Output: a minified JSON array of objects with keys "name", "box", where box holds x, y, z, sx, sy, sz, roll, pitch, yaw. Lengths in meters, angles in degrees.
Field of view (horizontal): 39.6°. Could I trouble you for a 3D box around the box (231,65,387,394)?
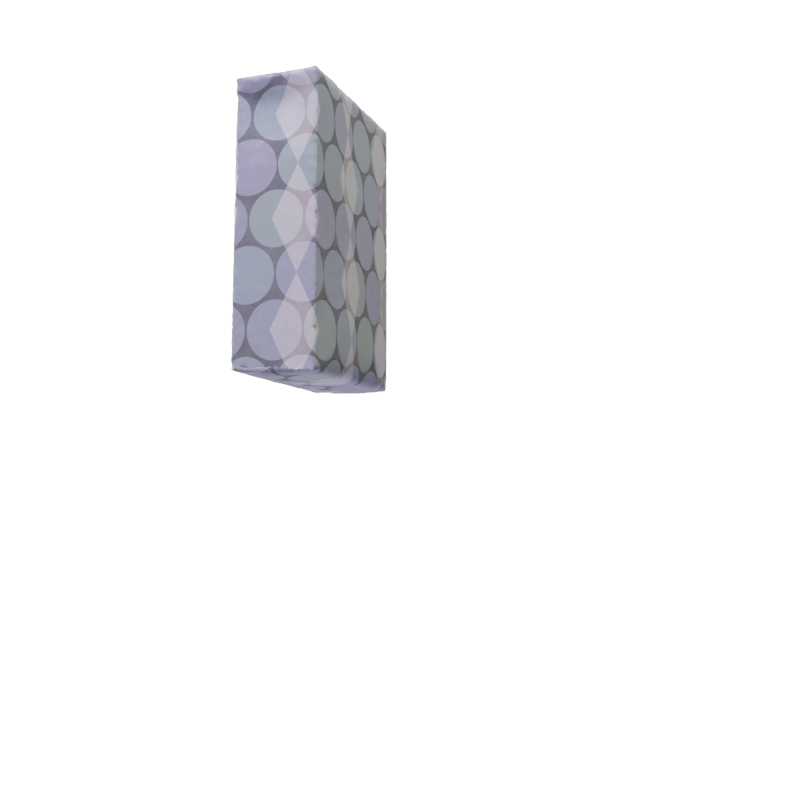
[{"name":"box","box":[-0.065,-0.118,0.825,0.073,0.220,0.157,-4,-10,17]}]
